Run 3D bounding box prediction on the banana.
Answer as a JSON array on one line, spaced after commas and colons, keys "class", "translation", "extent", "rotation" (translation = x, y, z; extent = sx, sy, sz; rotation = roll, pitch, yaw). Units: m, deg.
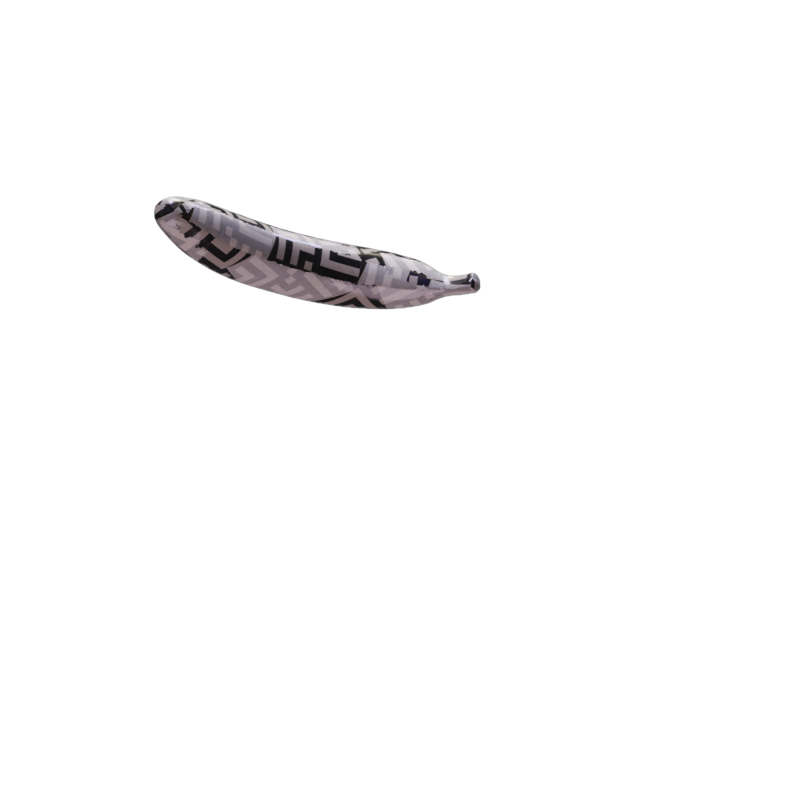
[{"class": "banana", "translation": [-0.054, -0.084, 0.644], "extent": [0.191, 0.039, 0.068], "rotation": [9, -23, -23]}]
